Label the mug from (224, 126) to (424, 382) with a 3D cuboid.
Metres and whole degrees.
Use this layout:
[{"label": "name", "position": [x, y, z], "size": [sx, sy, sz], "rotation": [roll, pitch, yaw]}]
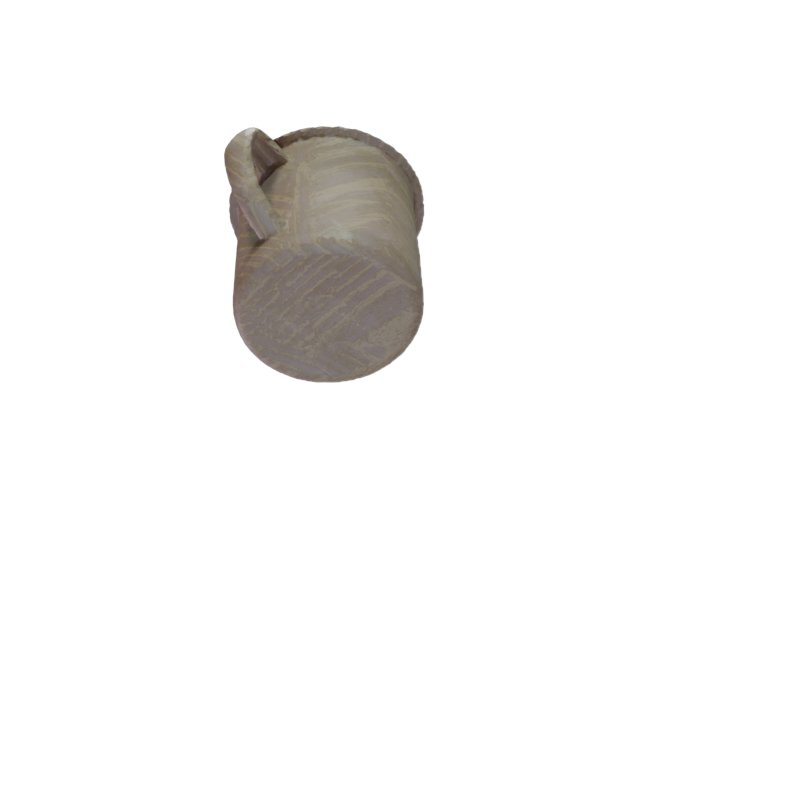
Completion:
[{"label": "mug", "position": [-0.038, -0.070, 0.491], "size": [0.093, 0.109, 0.087], "rotation": [-25, 36, 18]}]
